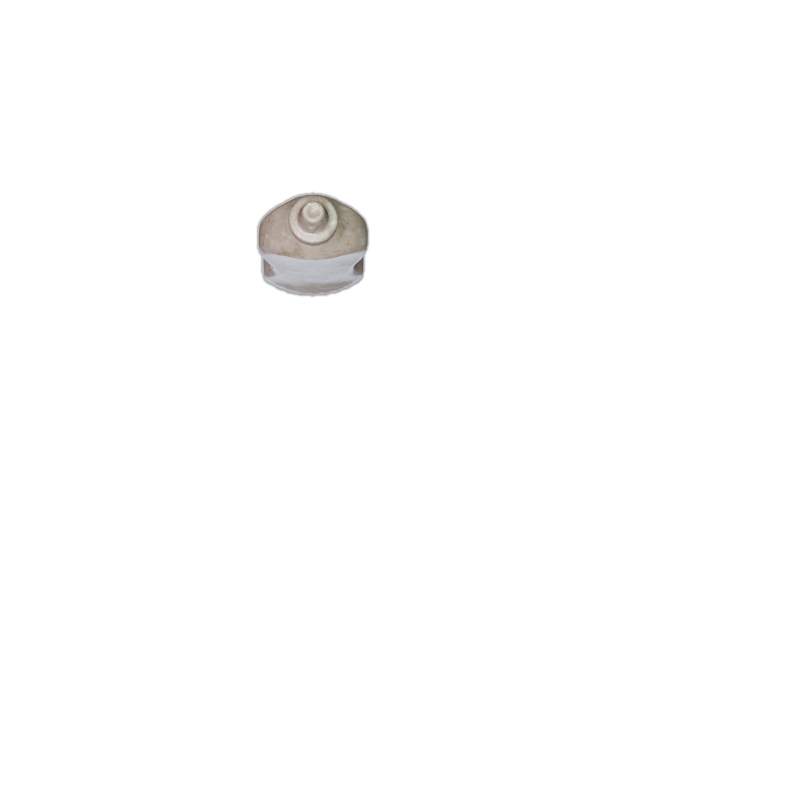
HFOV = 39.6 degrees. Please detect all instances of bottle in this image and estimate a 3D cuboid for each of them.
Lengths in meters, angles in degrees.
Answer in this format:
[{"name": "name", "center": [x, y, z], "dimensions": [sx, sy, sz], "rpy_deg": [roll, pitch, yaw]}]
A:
[{"name": "bottle", "center": [-0.077, -0.139, 0.979], "dimensions": [0.096, 0.060, 0.187], "rpy_deg": [2, -8, -3]}]
